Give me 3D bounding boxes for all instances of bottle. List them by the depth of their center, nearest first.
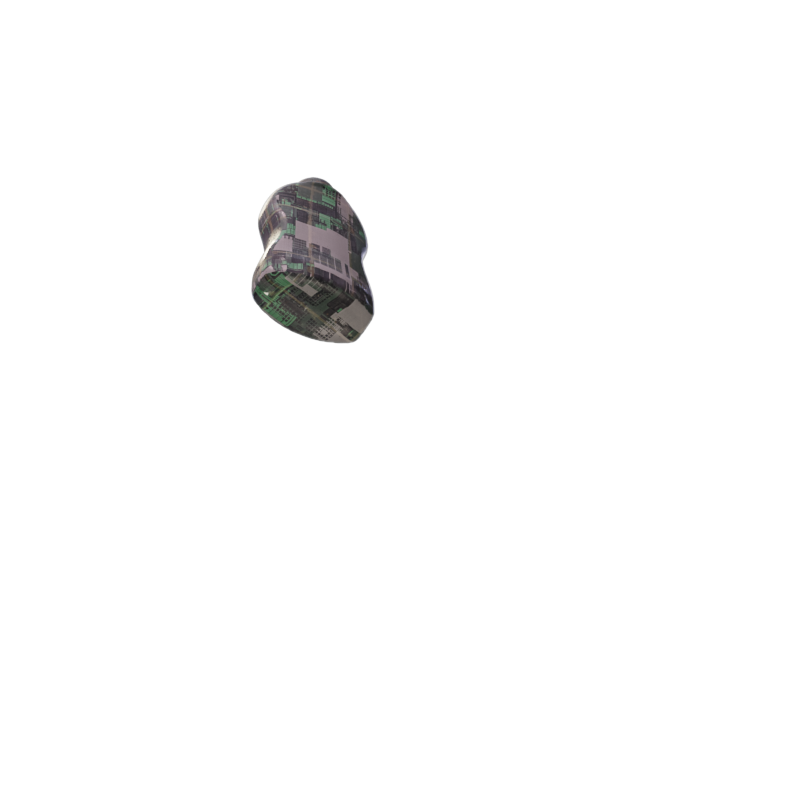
[{"bbox_3d":[-0.073,-0.132,0.926,0.093,0.056,0.205,20,34,-18],"label":"bottle"}]
